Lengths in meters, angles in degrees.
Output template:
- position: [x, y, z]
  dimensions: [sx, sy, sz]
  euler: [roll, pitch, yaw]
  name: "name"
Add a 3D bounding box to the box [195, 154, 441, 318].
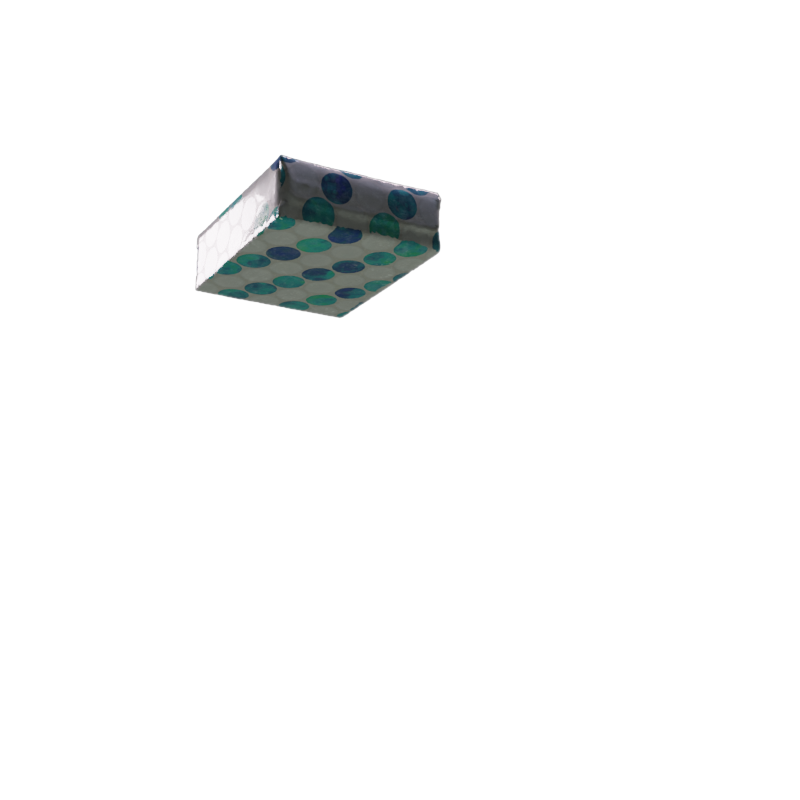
- position: [-0.036, -0.066, 0.465]
  dimensions: [0.070, 0.032, 0.089]
  euler: [10, -20, -28]
  name: "box"
